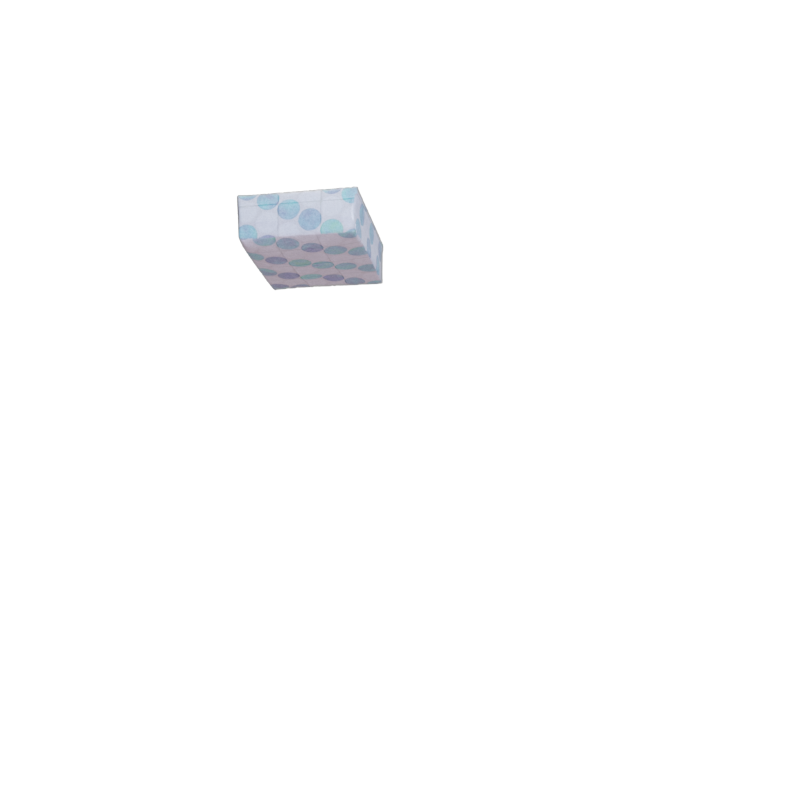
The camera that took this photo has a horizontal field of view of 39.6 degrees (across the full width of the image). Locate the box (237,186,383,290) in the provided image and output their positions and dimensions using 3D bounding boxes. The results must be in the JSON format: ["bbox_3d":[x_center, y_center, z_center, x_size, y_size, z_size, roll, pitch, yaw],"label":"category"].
[{"bbox_3d":[-0.065,-0.118,0.829,0.091,0.041,0.108,-3,-15,10],"label":"box"}]
